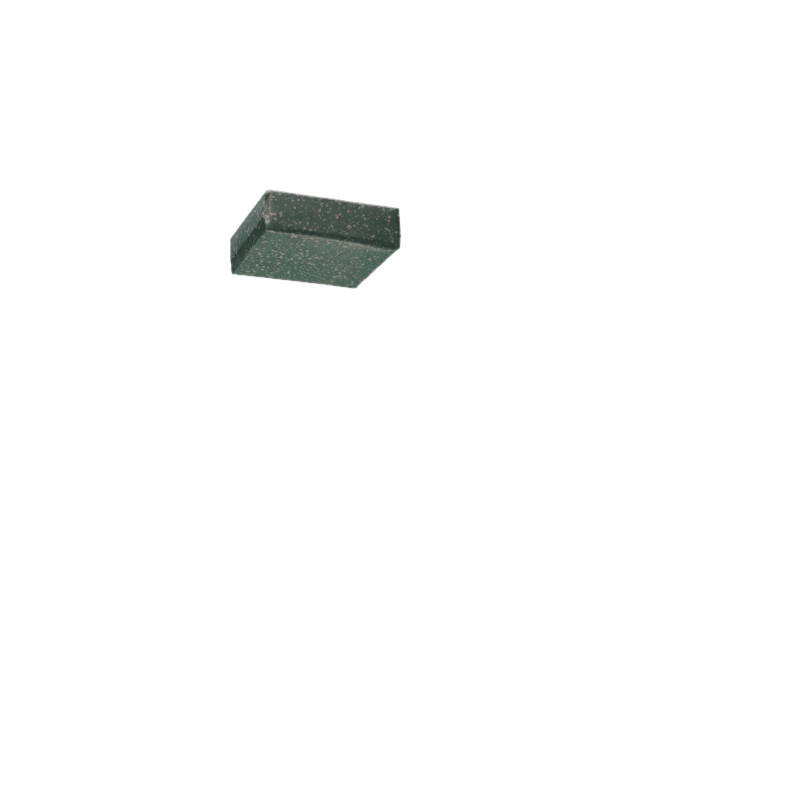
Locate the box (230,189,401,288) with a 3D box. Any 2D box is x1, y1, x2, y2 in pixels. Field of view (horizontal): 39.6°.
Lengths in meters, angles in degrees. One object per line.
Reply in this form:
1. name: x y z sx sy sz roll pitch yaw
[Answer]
1. box: -0.068 -0.124 0.870 0.110 0.041 0.088 7 -20 -22
